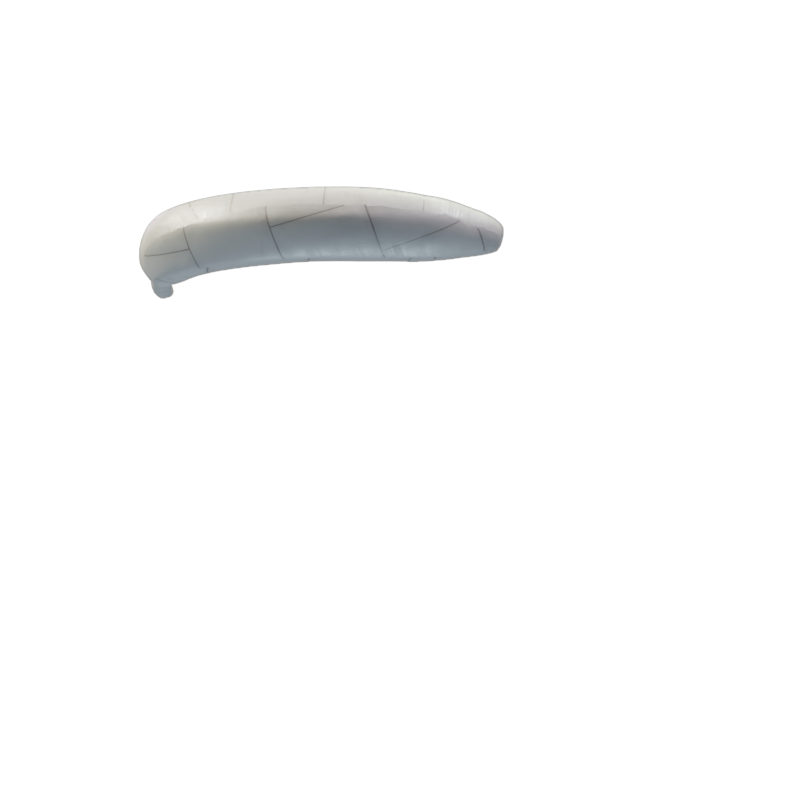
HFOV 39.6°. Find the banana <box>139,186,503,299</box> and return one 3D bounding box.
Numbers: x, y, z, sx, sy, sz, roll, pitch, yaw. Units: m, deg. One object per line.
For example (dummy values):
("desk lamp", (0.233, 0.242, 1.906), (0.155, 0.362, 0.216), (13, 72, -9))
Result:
("banana", (-0.054, -0.080, 0.533), (0.203, 0.038, 0.066), (-3, -8, 26))
